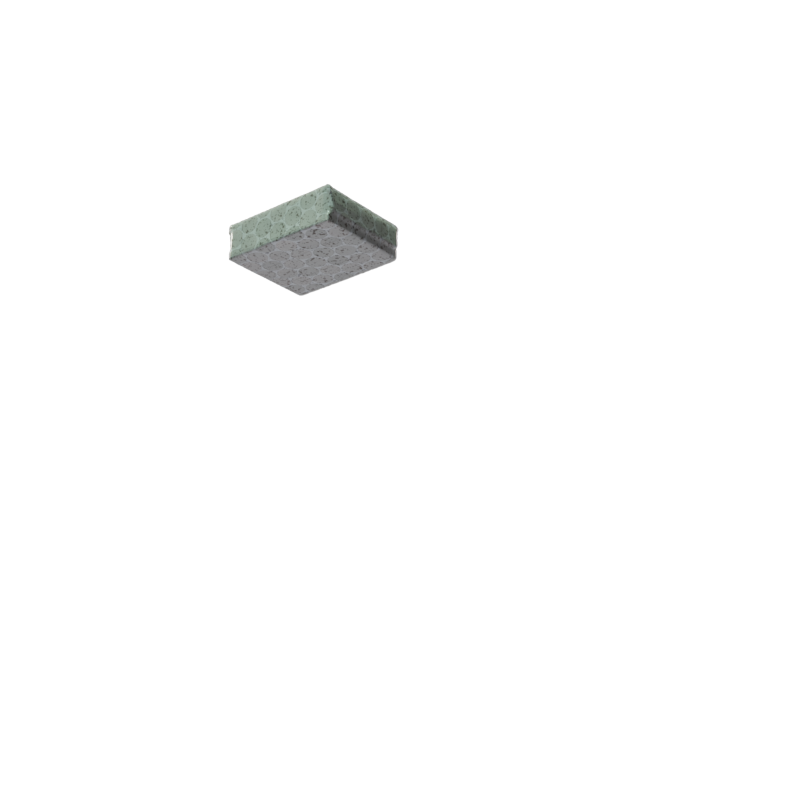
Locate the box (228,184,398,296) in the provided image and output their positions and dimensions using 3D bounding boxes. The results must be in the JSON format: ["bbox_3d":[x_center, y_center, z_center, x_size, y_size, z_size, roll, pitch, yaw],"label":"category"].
[{"bbox_3d":[-0.058,-0.105,0.736,0.090,0.032,0.068,-17,-28,35],"label":"box"}]
